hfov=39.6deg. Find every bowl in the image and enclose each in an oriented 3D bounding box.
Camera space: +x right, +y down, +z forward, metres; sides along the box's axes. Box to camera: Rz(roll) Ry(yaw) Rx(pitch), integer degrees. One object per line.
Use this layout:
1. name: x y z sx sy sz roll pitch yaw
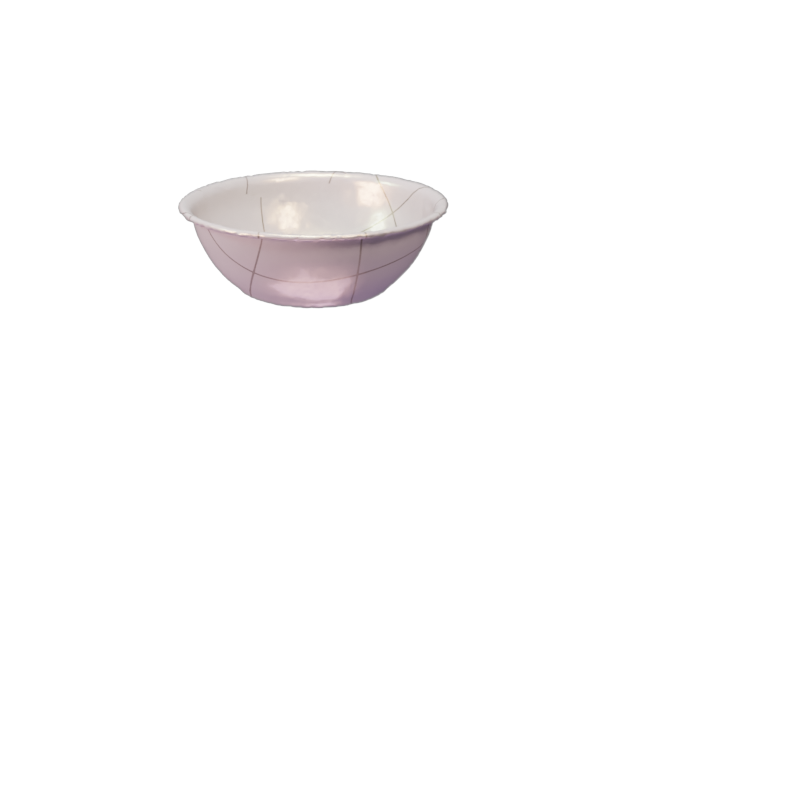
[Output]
1. bowl: -0.053 -0.096 0.674 0.162 0.053 0.170 -1 23 -2
